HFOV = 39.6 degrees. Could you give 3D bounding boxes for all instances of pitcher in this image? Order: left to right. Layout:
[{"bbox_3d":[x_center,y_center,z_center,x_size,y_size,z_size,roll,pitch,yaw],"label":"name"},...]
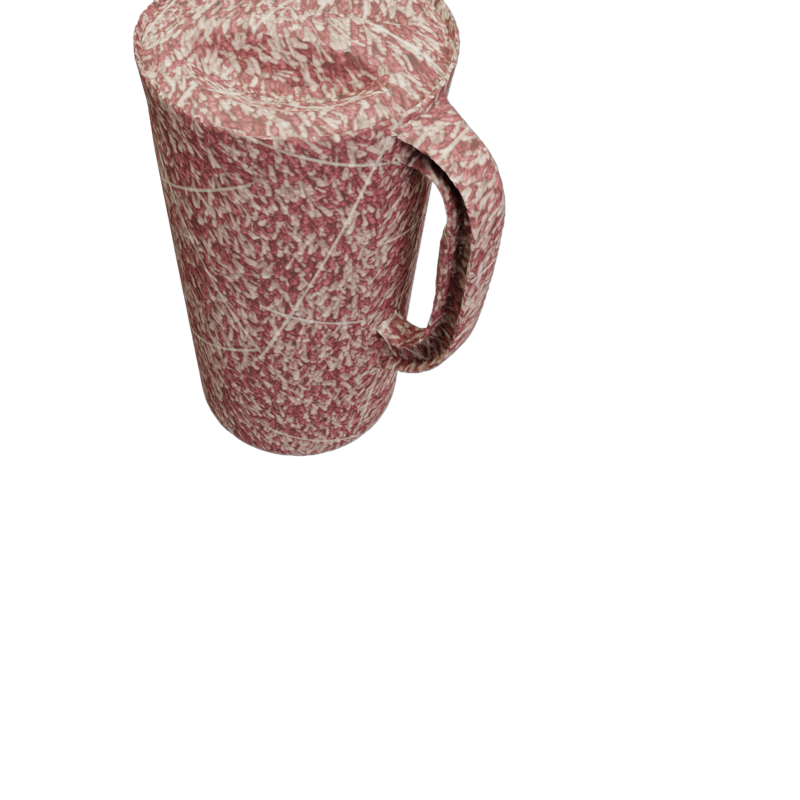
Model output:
[{"bbox_3d":[-0.041,-0.075,0.527,0.144,0.160,0.226,-2,-40,-5],"label":"pitcher"}]
